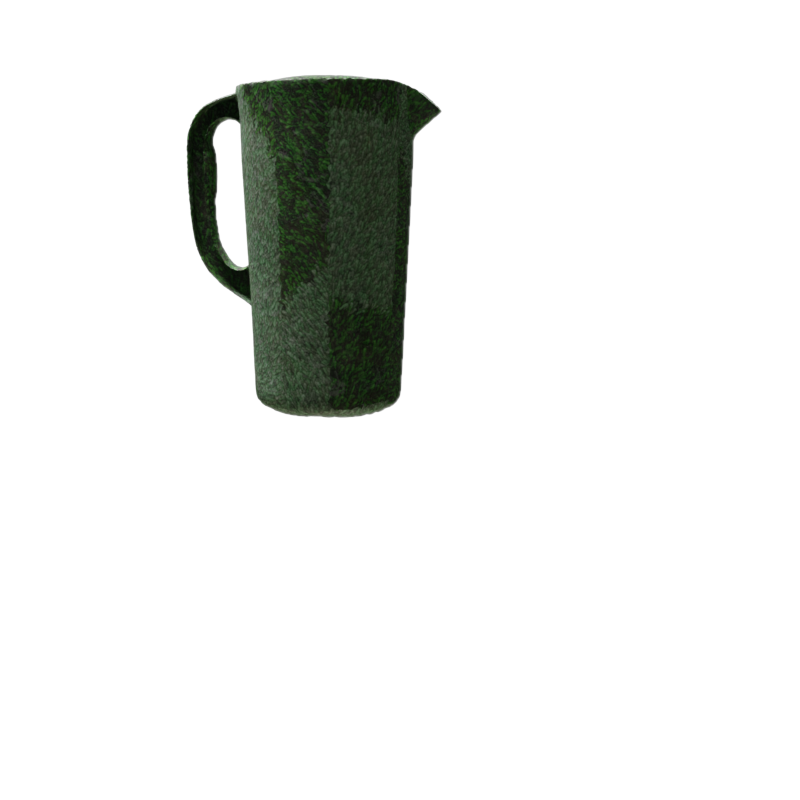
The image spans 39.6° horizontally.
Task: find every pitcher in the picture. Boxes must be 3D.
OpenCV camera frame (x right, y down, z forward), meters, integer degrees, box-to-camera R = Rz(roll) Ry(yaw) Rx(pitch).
[{"bbox_3d":[-0.064,-0.117,0.818,0.140,0.240,0.156,-4,7,-36],"label":"pitcher"}]
